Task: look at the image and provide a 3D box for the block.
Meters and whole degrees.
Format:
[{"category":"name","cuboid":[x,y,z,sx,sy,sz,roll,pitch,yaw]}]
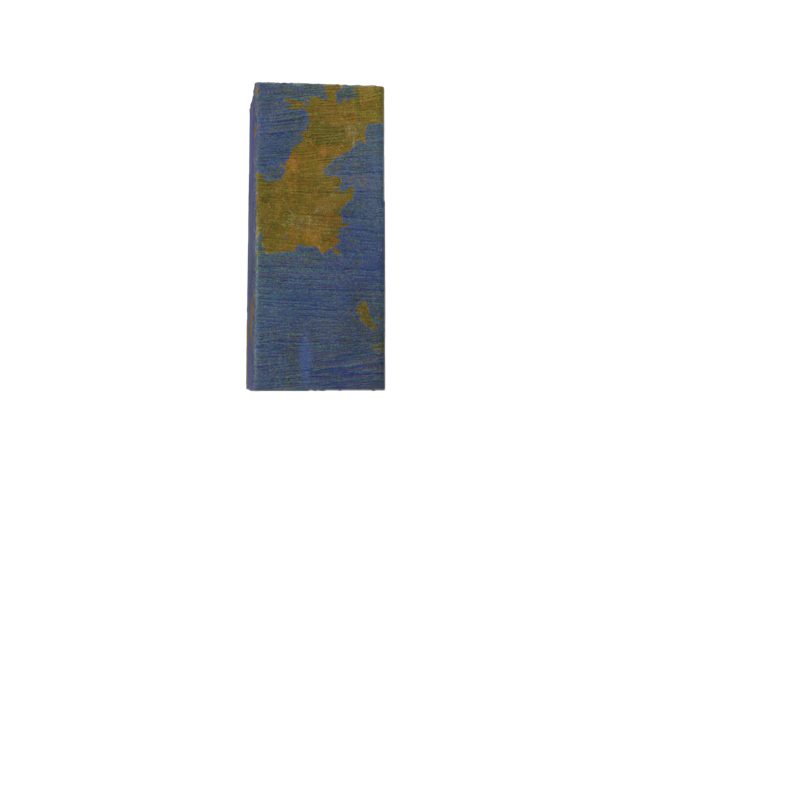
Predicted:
[{"category":"block","cuboid":[-0.061,-0.111,0.778,0.090,0.209,0.090,0,-5,-8]}]
